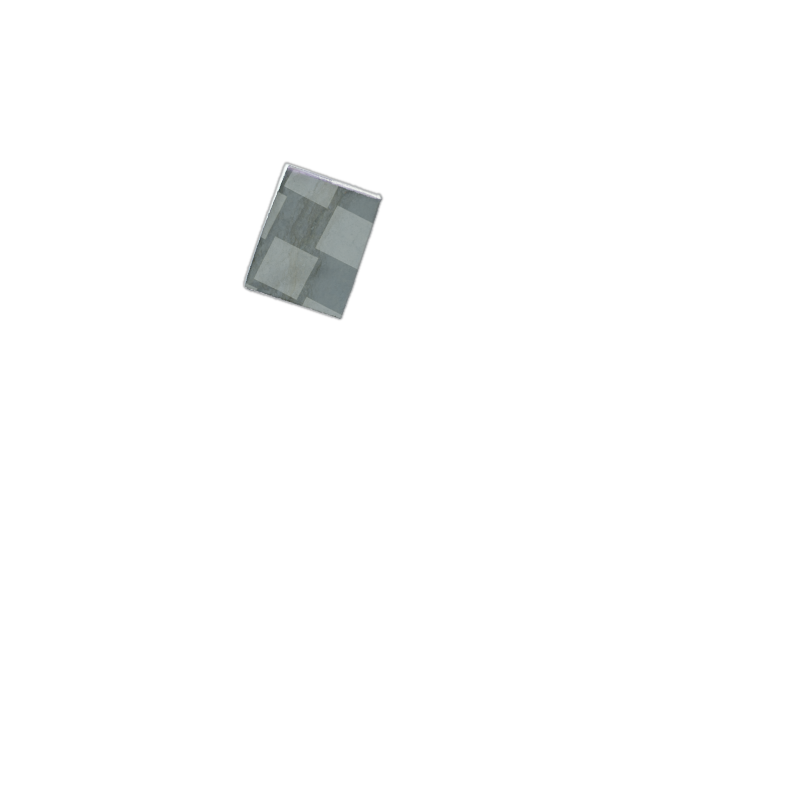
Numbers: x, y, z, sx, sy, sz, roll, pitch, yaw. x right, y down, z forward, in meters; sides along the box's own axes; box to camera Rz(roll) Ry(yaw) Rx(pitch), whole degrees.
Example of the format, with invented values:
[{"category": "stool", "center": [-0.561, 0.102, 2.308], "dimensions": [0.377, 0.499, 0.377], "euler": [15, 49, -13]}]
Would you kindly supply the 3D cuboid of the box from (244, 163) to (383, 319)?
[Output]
[{"category": "box", "center": [-0.074, -0.136, 0.950], "dimensions": [0.089, 0.112, 0.040], "euler": [19, 8, -4]}]
